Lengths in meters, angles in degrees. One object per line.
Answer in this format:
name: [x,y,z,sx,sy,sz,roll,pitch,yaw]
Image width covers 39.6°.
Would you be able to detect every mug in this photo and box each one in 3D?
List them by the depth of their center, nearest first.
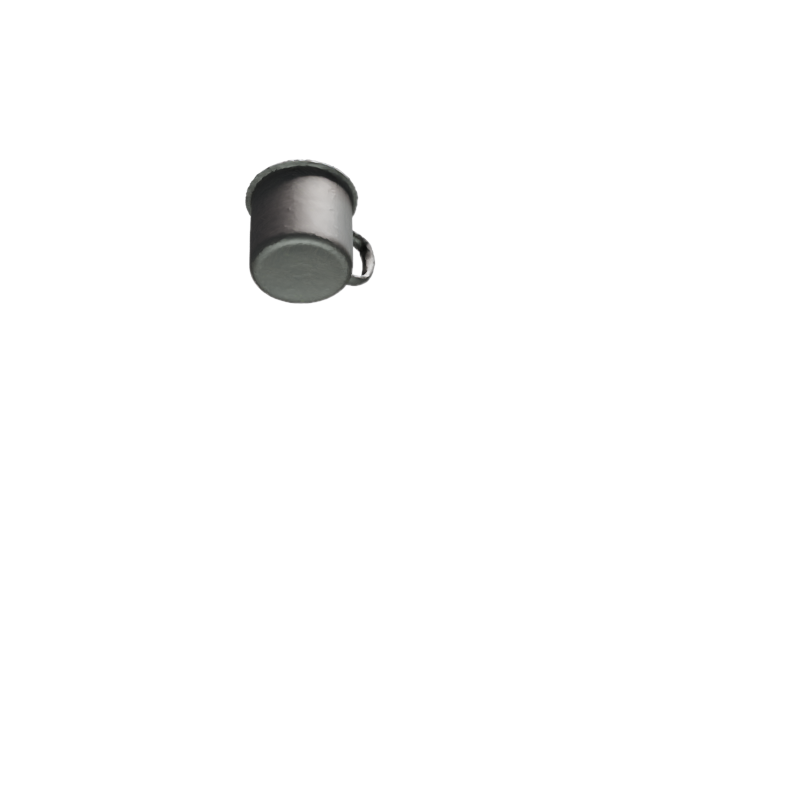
mug: [-0.070,-0.127,0.892,0.111,0.087,0.092,26,-46,-30]
